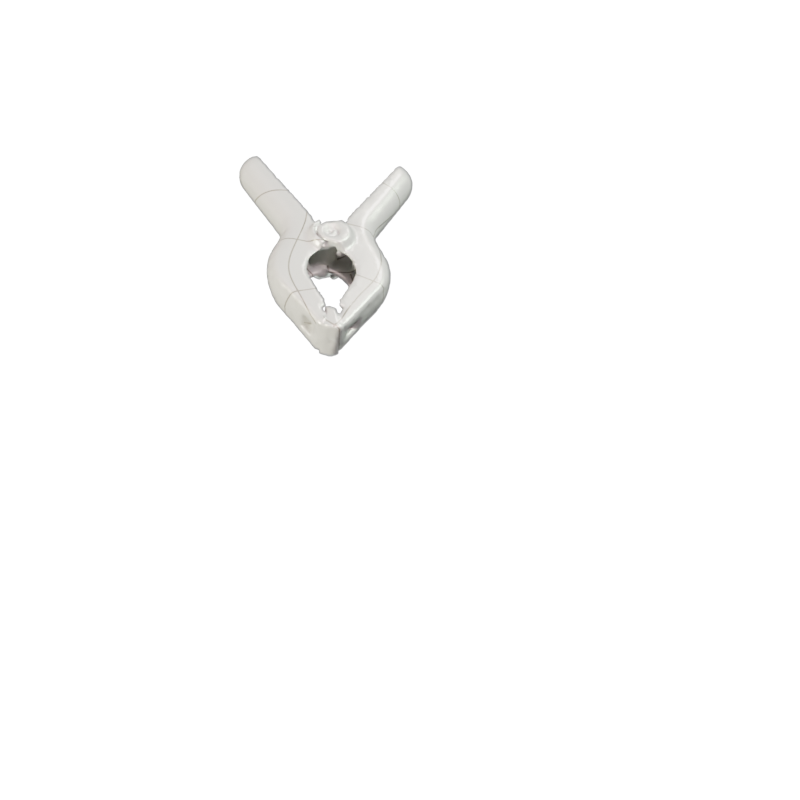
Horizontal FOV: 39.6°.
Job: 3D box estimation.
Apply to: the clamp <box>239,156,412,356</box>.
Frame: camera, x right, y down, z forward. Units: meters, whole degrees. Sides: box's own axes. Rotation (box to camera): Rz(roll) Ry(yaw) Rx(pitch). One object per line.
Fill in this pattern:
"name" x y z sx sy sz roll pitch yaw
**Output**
"clamp" -0.057 -0.104 0.729 0.121 0.036 0.183 4 44 4
